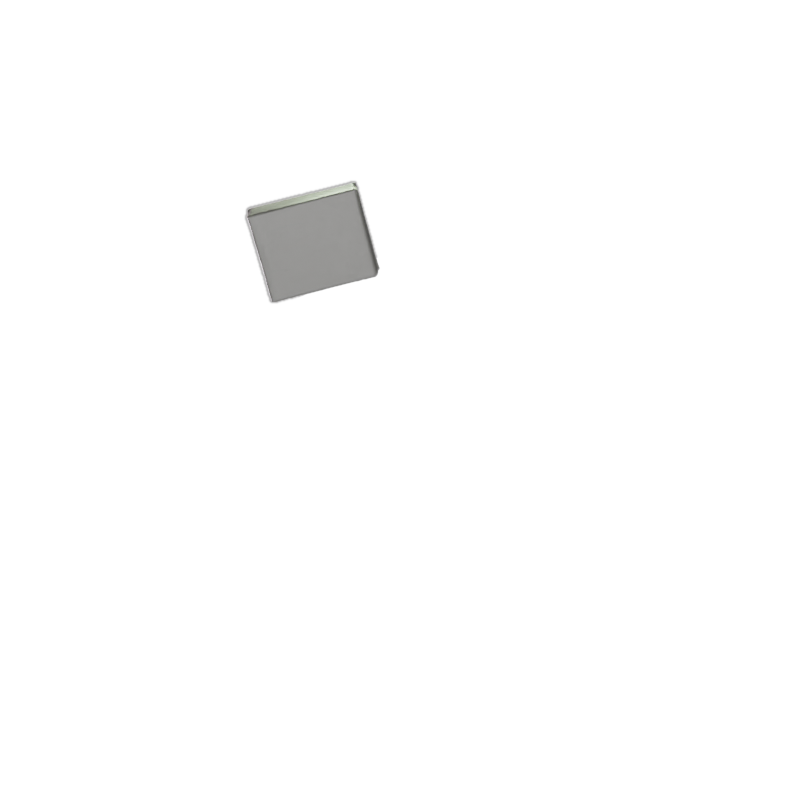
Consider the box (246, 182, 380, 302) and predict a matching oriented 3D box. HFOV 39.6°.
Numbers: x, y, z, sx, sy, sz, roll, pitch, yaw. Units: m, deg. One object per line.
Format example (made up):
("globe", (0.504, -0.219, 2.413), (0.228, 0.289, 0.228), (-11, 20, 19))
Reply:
("box", (-0.067, -0.123, 0.864), (0.089, 0.070, 0.031), (-14, 17, 4))
